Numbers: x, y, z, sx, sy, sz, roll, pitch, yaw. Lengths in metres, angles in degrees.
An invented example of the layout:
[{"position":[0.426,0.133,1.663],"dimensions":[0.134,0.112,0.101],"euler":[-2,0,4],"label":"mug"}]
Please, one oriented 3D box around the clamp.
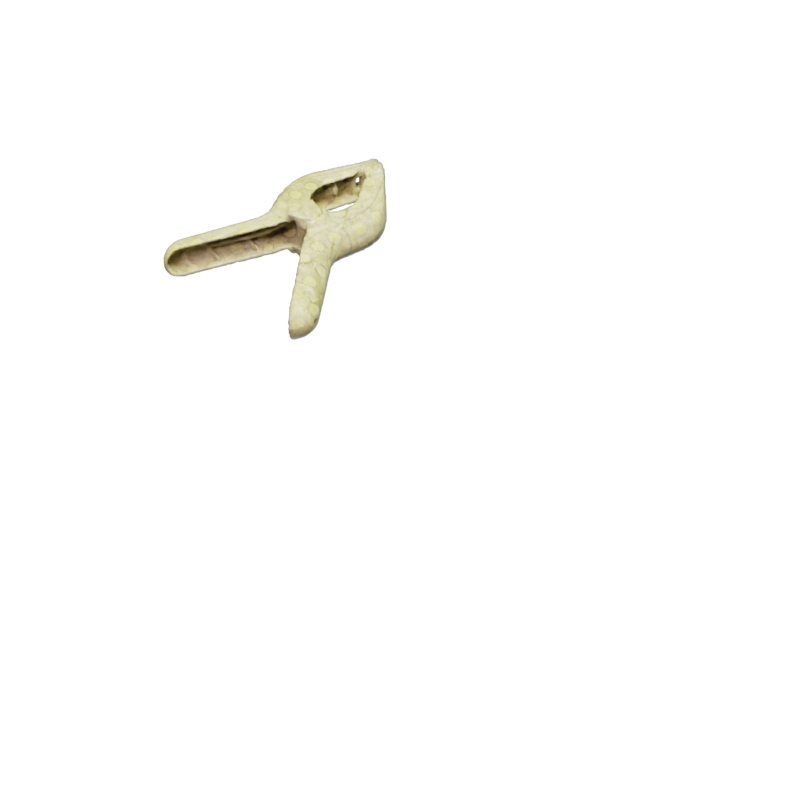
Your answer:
[{"position":[-0.058,-0.105,0.739],"dimensions":[0.173,0.036,0.128],"euler":[-37,58,-28],"label":"clamp"}]
